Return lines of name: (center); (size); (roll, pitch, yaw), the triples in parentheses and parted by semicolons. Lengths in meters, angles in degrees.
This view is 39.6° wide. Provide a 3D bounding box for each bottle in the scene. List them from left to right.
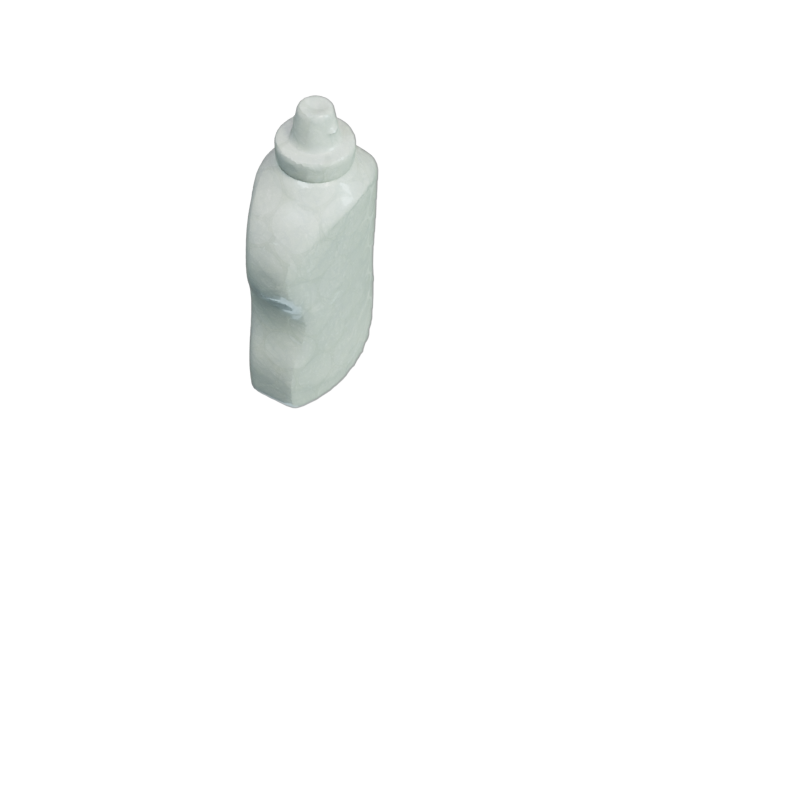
bottle: (-0.047, -0.086, 0.606); (0.061, 0.099, 0.179); (26, -36, 17)
